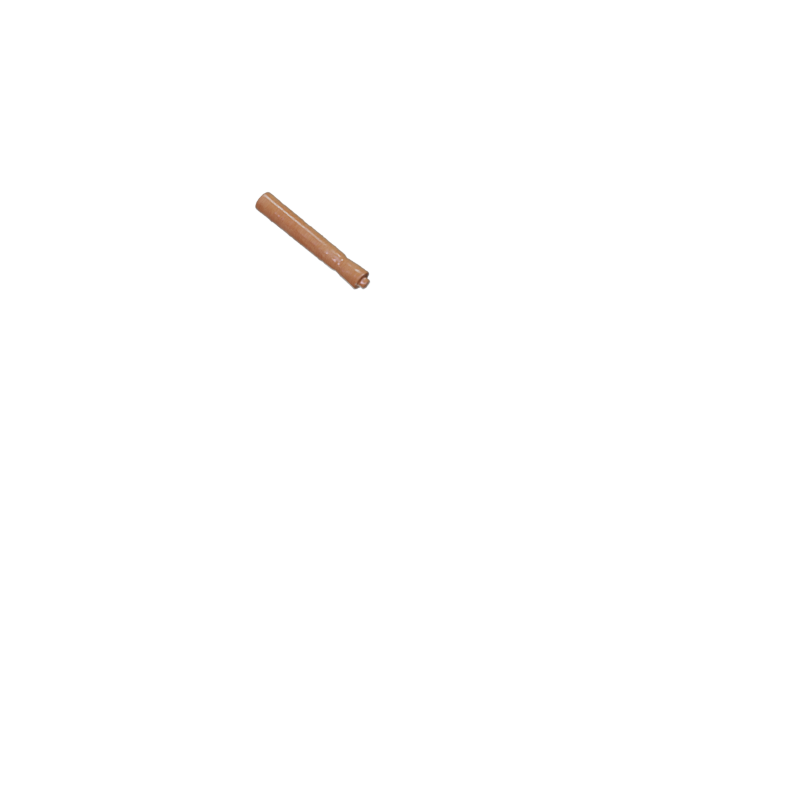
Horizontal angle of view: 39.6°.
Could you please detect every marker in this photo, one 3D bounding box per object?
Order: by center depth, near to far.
[{"bbox_3d":[-0.073,-0.134,0.938,0.127,0.019,0.019,40,17,18],"label":"marker"}]
